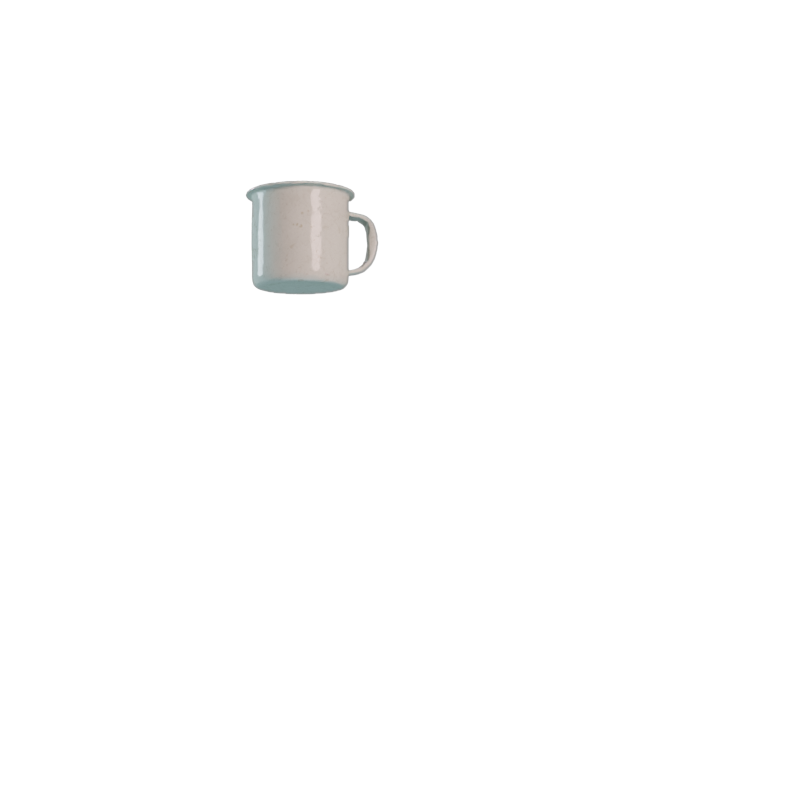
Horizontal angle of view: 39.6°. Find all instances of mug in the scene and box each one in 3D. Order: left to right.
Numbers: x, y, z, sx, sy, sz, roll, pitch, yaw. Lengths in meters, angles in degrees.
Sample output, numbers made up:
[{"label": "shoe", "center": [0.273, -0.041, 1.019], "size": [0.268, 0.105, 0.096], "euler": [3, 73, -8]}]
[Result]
[{"label": "mug", "center": [-0.074, -0.134, 0.942], "size": [0.113, 0.083, 0.094], "euler": [3, -7, -26]}]
